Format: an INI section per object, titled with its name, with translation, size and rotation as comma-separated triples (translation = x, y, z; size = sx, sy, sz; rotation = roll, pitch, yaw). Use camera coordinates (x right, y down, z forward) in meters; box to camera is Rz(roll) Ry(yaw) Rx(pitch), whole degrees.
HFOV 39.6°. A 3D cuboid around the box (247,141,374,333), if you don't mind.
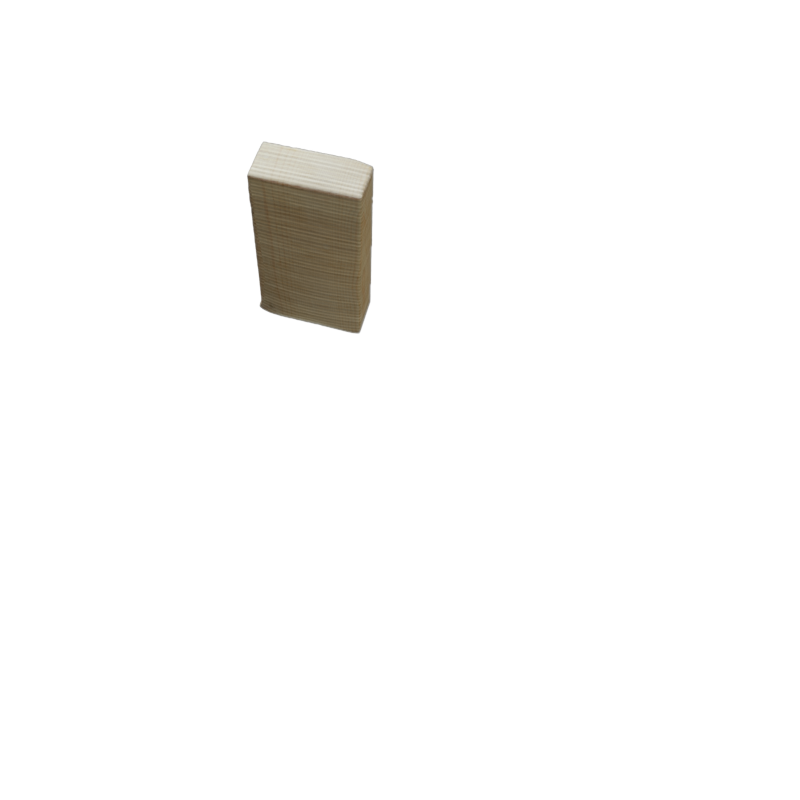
[box]
translation = -0.071, -0.129, 0.905
size = 0.095, 0.050, 0.164
rotation = 15, -36, 8
